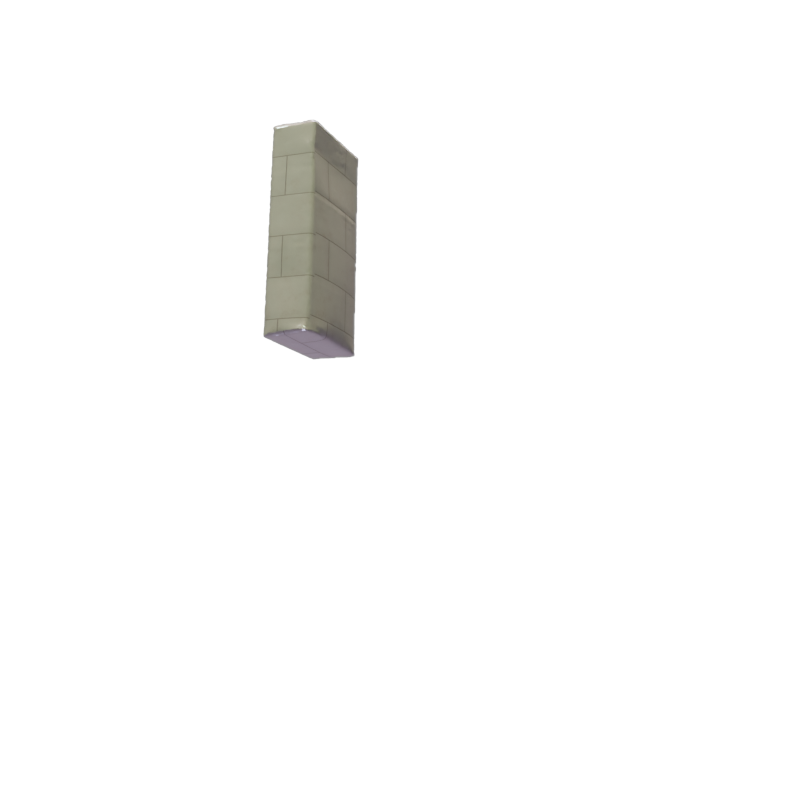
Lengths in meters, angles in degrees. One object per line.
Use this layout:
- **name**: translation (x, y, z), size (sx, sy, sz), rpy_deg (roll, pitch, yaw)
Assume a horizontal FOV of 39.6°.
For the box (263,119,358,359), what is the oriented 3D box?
- **box**: translation (-0.071, -0.129, 0.904), size (0.049, 0.184, 0.088), rpy_deg (-8, -18, 21)
